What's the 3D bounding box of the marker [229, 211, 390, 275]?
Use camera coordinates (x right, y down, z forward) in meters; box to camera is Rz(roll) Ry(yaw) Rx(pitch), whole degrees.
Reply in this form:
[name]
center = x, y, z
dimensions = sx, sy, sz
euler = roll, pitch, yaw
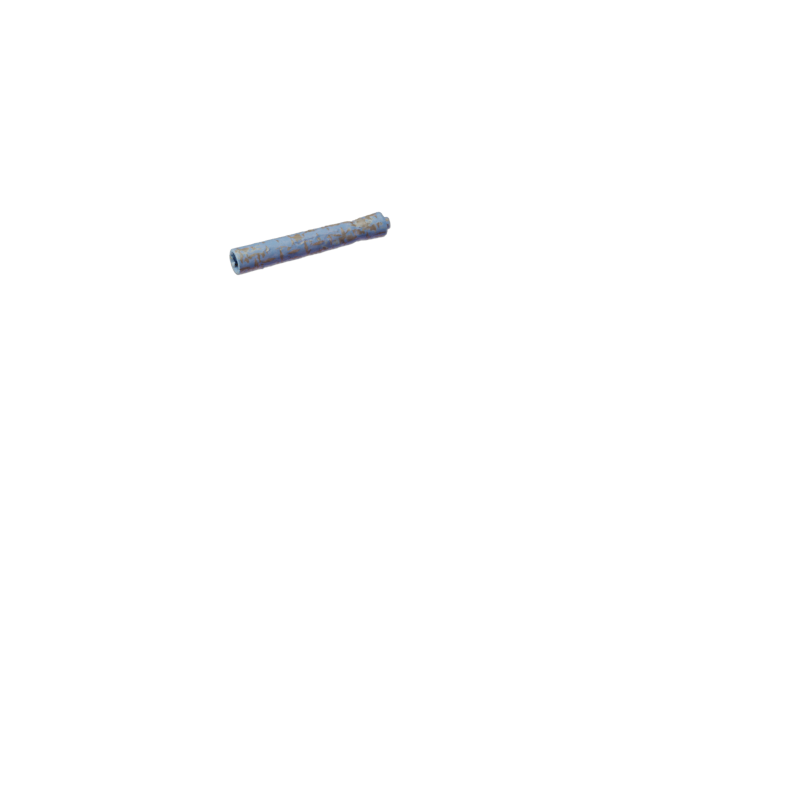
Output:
[marker]
center = -0.061, -0.112, 0.781
dimensions = 0.119, 0.019, 0.020
euler = -18, 11, -22
